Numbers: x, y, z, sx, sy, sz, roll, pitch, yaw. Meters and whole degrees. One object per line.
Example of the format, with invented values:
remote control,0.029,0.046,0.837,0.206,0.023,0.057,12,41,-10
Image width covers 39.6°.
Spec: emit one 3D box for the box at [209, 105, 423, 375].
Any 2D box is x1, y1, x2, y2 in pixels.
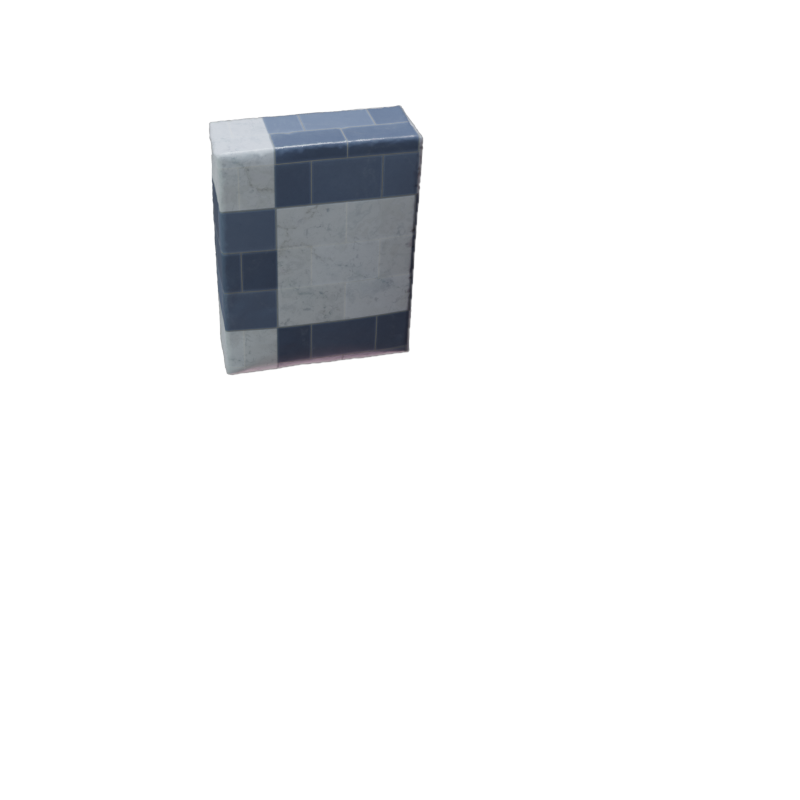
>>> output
box,-0.073,-0.132,0.927,0.162,0.200,0.077,-6,35,-11
